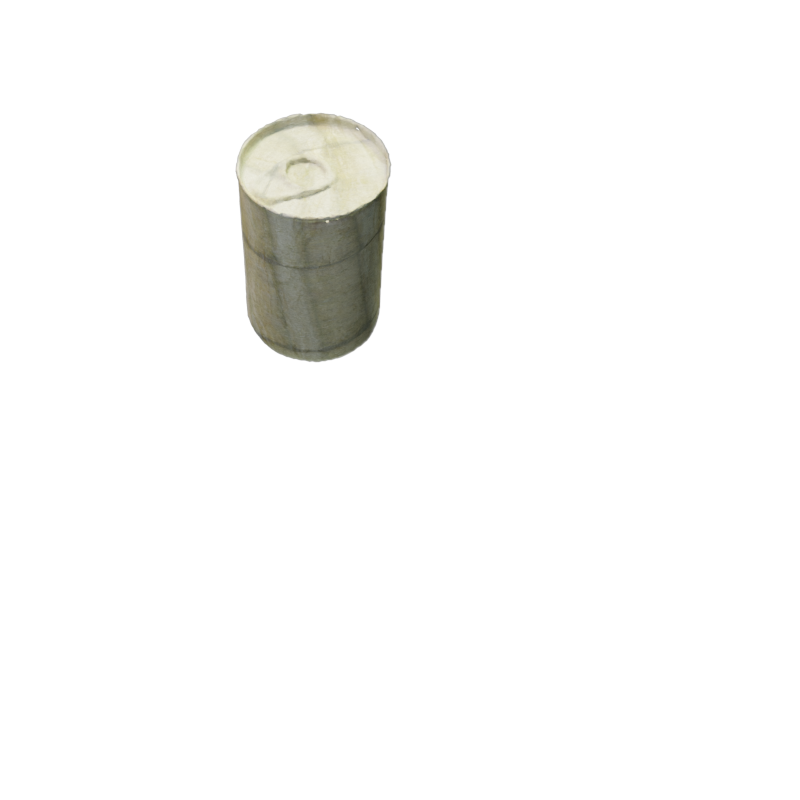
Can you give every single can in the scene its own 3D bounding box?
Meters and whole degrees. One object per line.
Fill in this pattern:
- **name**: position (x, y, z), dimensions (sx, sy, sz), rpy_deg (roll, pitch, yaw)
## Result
- **can**: position (-0.041, -0.074, 0.521), dimensions (0.068, 0.073, 0.095), rpy_deg (0, -39, -3)
